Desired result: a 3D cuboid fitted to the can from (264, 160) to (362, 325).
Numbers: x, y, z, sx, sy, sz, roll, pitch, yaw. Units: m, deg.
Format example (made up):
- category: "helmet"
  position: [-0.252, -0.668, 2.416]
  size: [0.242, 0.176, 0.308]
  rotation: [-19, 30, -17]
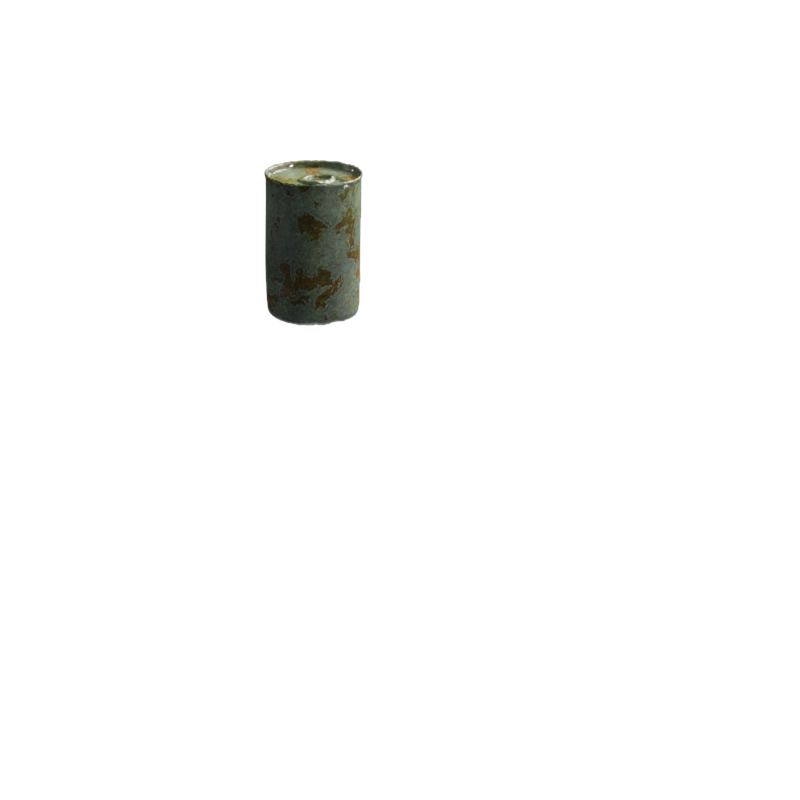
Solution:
- category: "can"
  position: [-0.061, -0.111, 0.779]
  size: [0.068, 0.098, 0.072]
  rotation: [0, 21, -2]
